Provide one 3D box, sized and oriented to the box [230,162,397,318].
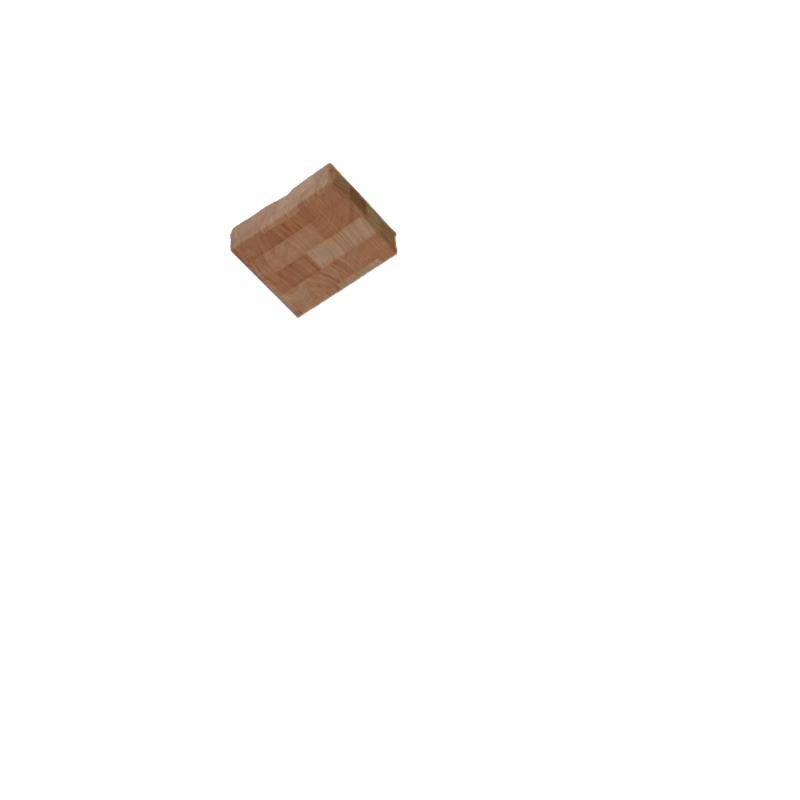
[{"bbox_3d":[-0.059,-0.106,0.746,0.089,0.068,0.032,-31,32,22],"label":"box"}]
